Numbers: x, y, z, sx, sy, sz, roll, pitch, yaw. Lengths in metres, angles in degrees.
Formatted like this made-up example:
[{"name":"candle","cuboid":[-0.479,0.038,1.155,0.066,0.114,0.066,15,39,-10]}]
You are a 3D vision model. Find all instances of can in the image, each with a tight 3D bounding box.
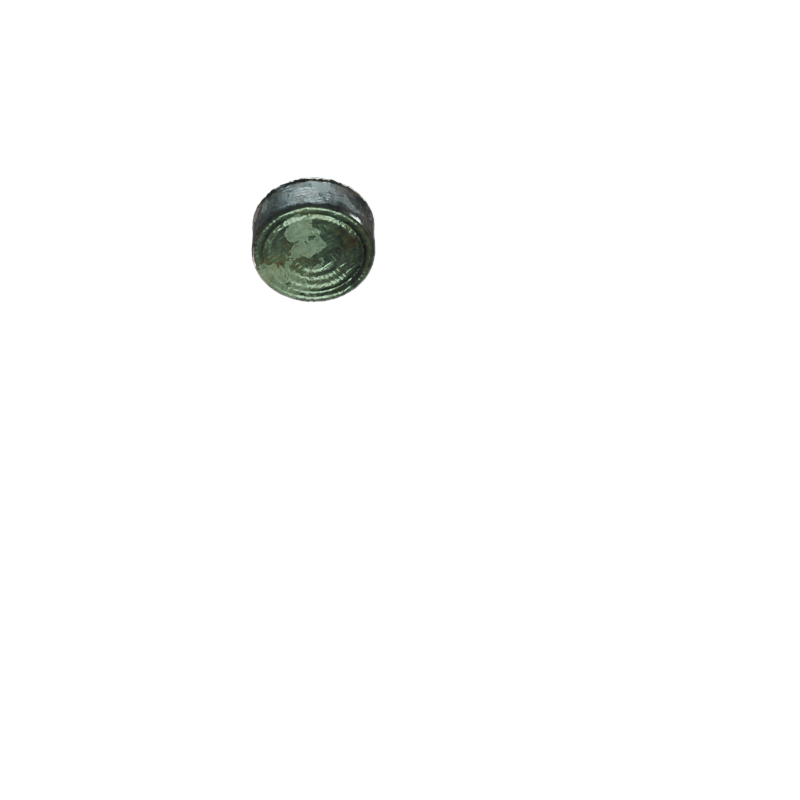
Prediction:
[{"name":"can","cuboid":[-0.060,-0.109,0.763,0.086,0.080,0.036,1,41,-1]}]
